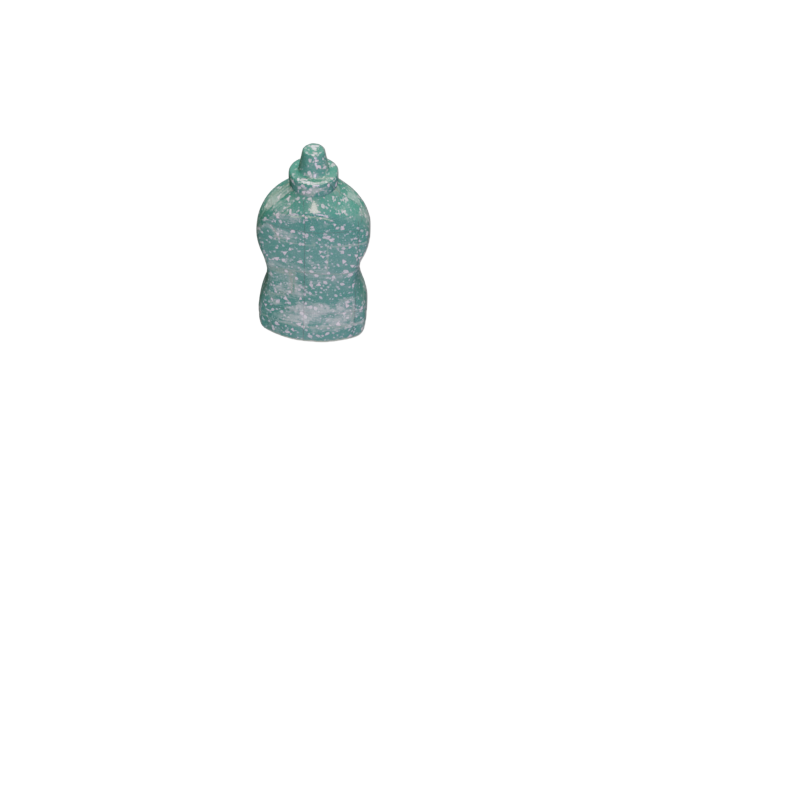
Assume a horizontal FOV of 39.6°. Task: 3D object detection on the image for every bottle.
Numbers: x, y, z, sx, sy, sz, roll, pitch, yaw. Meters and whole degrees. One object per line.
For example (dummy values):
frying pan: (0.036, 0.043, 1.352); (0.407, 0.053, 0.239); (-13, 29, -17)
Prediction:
bottle: (-0.074, -0.135, 0.945); (0.097, 0.179, 0.062); (7, 44, 4)
